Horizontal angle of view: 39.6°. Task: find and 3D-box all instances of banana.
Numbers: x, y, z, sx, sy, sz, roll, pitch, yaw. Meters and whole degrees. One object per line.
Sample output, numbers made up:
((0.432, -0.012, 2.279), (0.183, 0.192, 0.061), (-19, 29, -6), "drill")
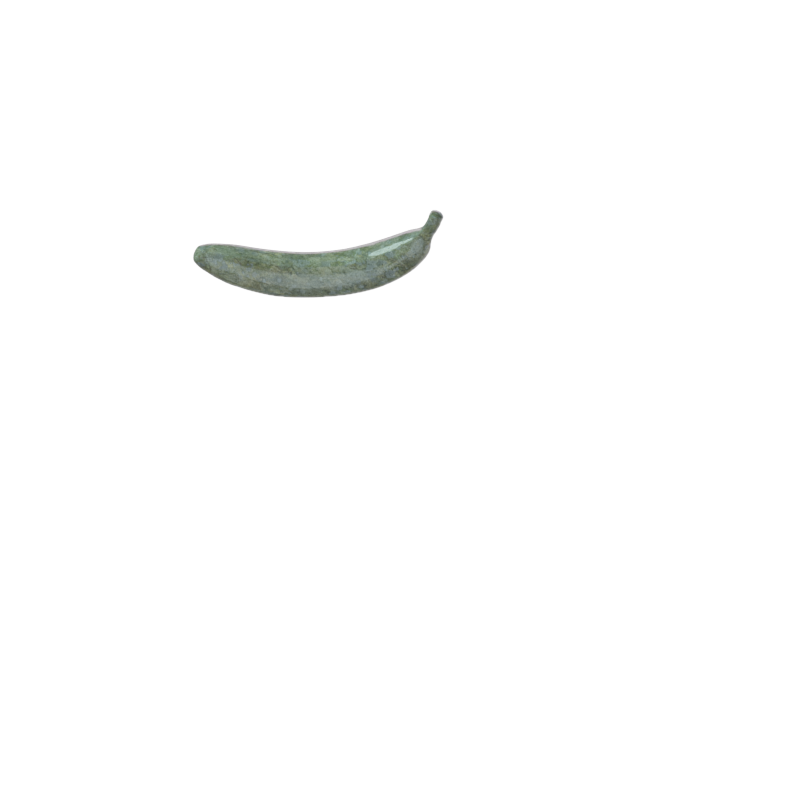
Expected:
((-0.061, -0.111, 0.880), (0.199, 0.065, 0.039), (-9, 36, 6), "banana")
